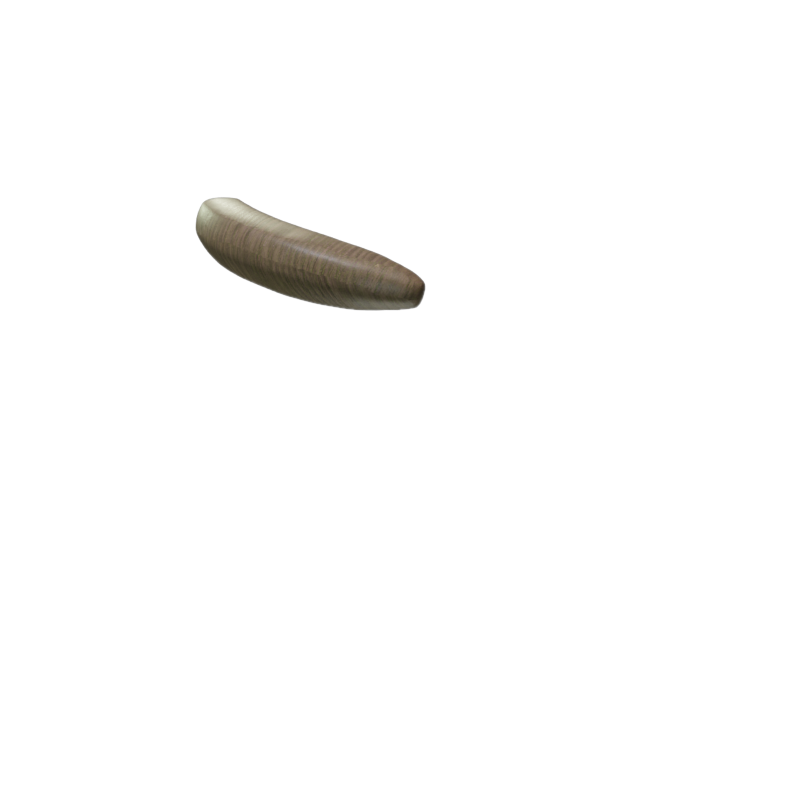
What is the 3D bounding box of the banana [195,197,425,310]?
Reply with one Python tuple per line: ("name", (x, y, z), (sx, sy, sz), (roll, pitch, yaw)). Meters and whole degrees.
("banana", (-0.067, -0.087, 0.620), (0.068, 0.035, 0.211), (-12, 26, -29))
